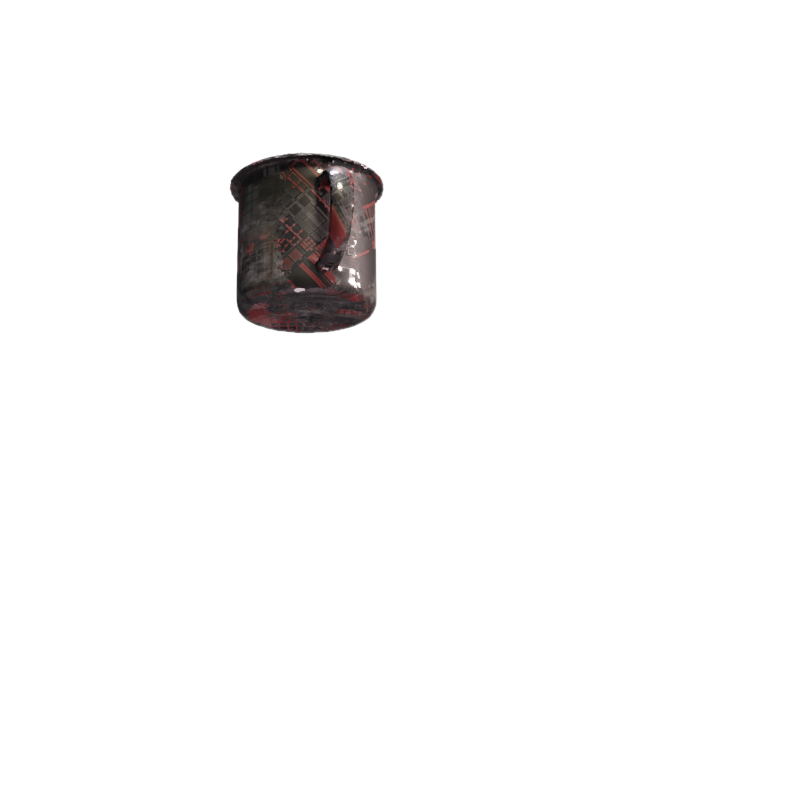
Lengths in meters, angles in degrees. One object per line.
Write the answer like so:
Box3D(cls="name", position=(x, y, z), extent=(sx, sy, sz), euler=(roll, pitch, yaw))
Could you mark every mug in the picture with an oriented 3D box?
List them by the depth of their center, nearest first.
Box3D(cls="mug", position=(-0.050, -0.092, 0.645), extent=(0.090, 0.085, 0.115), euler=(7, -19, -21))
